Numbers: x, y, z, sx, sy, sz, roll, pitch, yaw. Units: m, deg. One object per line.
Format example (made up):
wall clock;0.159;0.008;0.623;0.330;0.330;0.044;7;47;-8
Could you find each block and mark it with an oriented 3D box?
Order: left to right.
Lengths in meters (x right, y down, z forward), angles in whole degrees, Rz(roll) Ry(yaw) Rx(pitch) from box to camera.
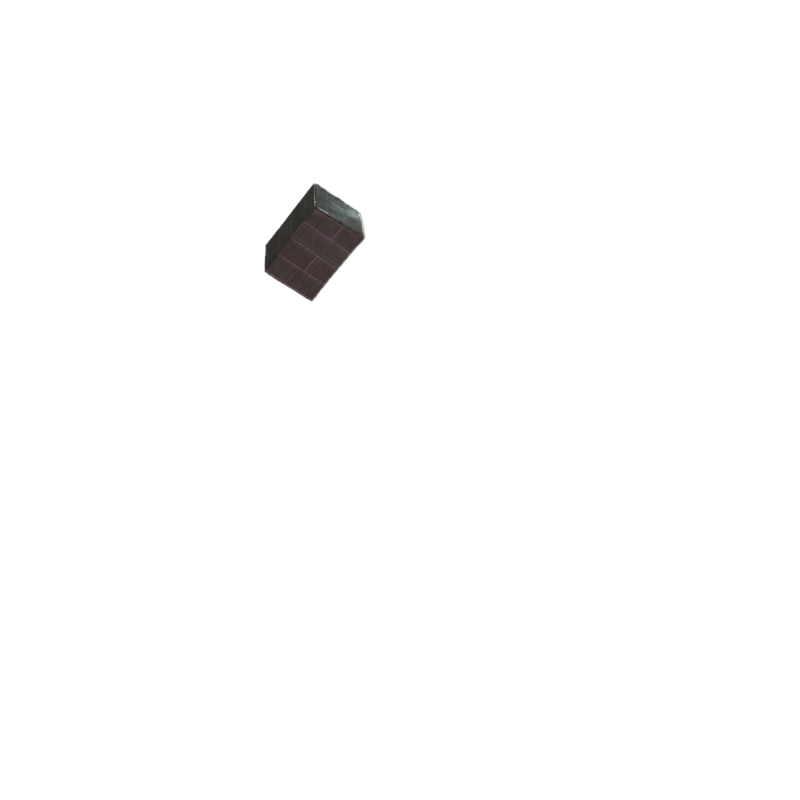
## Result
block;-0.074;-0.136;0.949;0.051;0.076;0.055;33;25;-21
